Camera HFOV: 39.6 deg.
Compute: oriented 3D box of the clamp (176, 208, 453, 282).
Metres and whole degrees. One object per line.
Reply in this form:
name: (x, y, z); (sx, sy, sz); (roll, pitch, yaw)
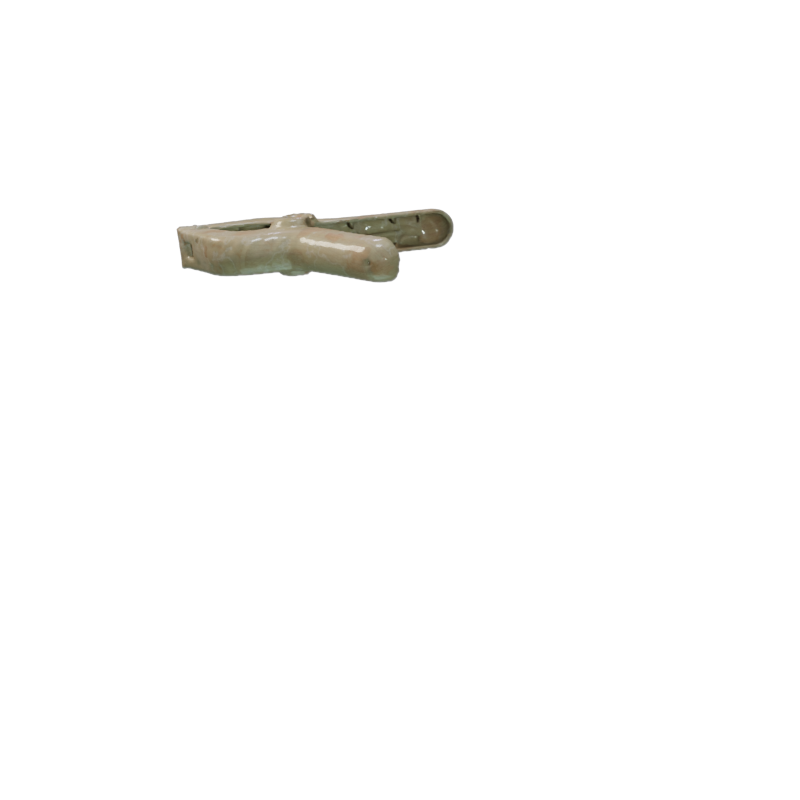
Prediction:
clamp: (-0.054, -0.098, 0.685); (0.178, 0.038, 0.118); (8, 15, 29)
